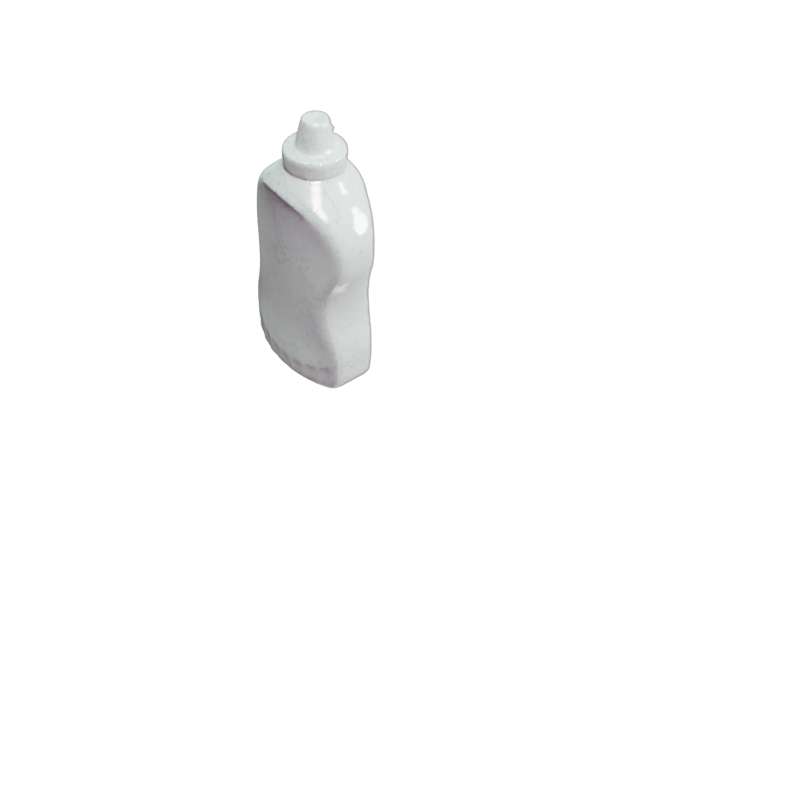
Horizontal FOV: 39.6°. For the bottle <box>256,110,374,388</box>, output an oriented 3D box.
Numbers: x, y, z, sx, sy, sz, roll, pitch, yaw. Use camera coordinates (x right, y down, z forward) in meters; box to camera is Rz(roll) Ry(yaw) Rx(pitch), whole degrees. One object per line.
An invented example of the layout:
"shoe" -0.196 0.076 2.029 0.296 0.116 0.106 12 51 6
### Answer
"bottle" -0.056 -0.104 0.726 0.058 0.179 0.103 -24 49 -27
